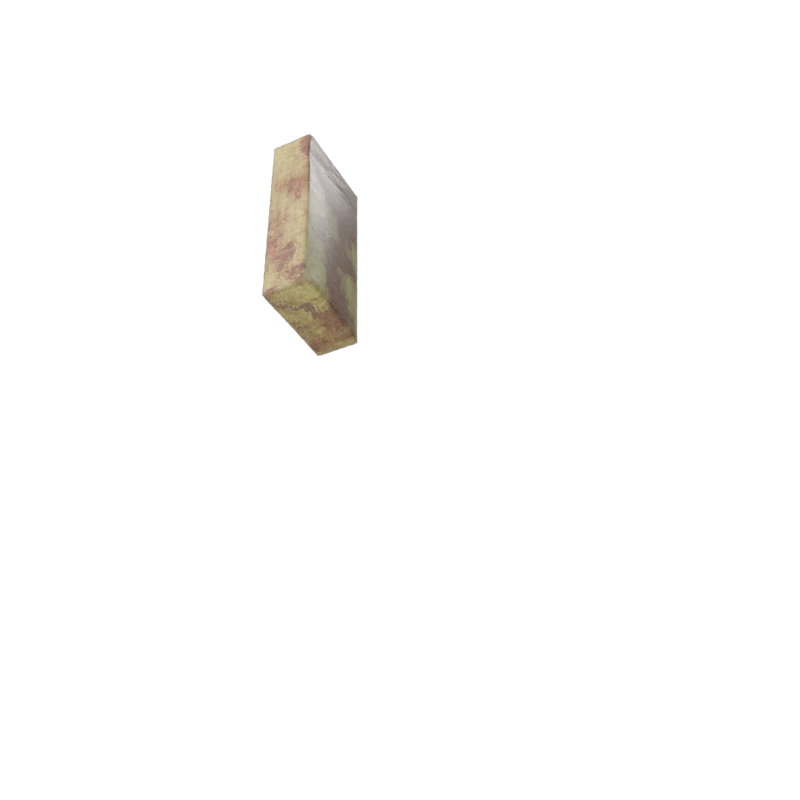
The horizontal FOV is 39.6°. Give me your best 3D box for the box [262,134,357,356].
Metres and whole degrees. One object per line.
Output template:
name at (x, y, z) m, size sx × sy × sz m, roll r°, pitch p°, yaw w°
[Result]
box at (-0.075, -0.136, 0.956) m, size 0.048 × 0.189 × 0.086 m, roll -22°, pitch -45°, yaw 19°
